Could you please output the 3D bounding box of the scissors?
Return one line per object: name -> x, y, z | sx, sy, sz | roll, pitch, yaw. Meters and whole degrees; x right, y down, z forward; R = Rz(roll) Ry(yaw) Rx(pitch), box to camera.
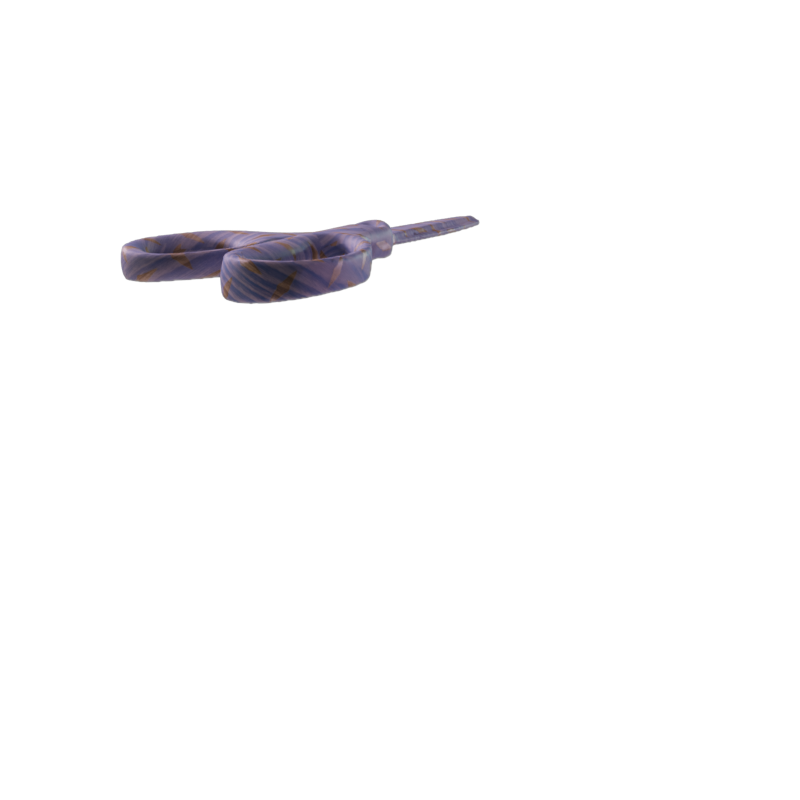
scissors -> -0.034, -0.062, 0.432 | 0.098, 0.015, 0.202 | 4, 15, 14
